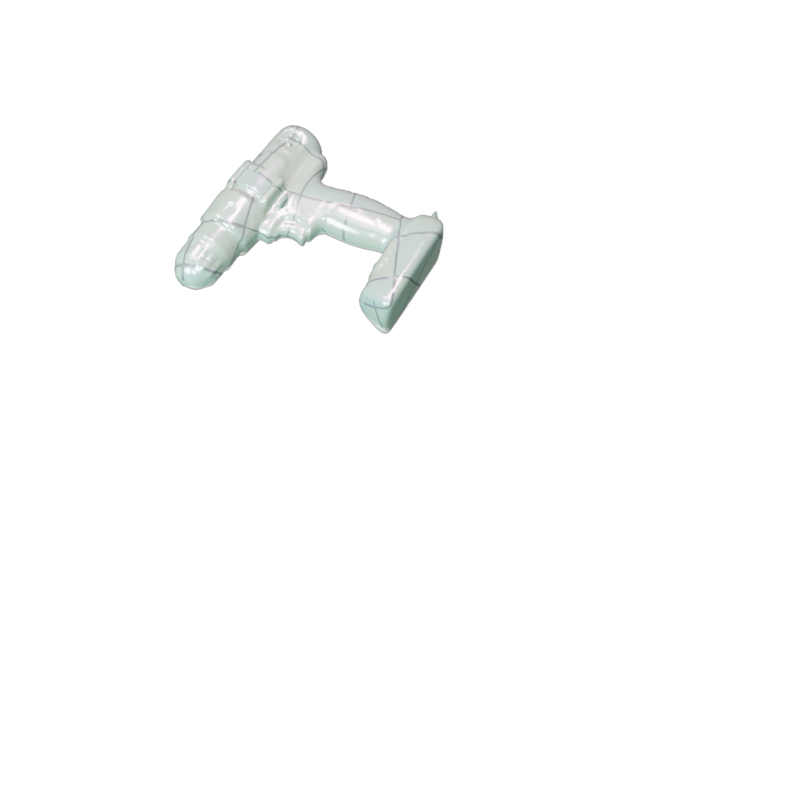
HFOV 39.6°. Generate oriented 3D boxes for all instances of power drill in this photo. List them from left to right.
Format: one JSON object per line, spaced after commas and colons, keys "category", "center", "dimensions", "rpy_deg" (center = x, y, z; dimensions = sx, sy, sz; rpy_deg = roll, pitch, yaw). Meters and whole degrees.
{"category": "power drill", "center": [-0.073, -0.133, 0.933], "dimensions": [0.194, 0.189, 0.054], "rpy_deg": [29, -26, 15]}
